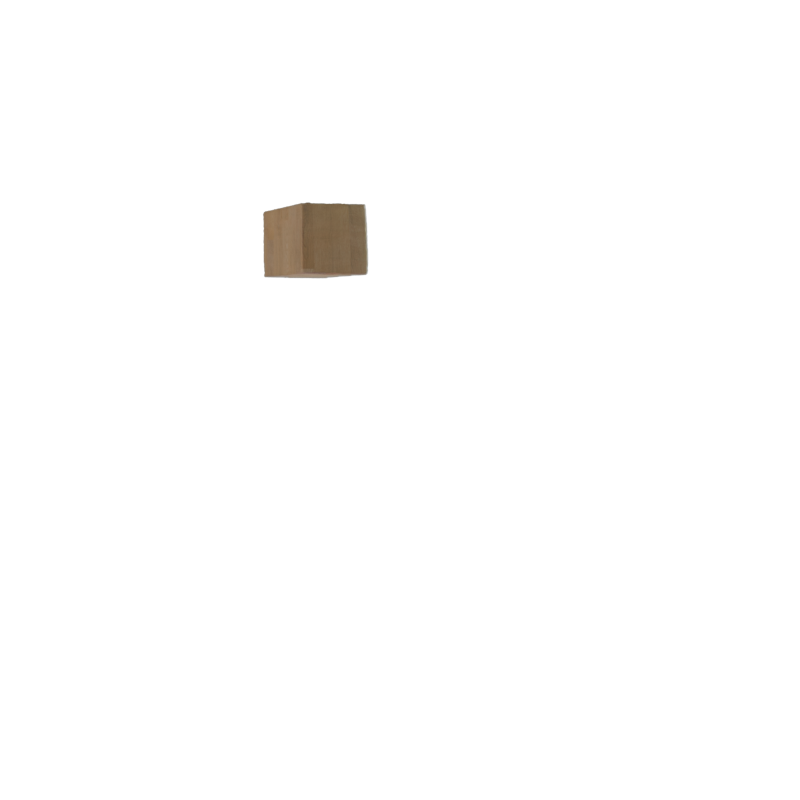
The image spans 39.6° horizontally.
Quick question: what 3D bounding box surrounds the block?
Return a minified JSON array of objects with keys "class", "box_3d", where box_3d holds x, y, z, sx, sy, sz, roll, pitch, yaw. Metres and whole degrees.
[{"class":"block","box_3d":[-0.064,-0.116,0.815,0.051,0.051,0.080,0,2,-27]}]
